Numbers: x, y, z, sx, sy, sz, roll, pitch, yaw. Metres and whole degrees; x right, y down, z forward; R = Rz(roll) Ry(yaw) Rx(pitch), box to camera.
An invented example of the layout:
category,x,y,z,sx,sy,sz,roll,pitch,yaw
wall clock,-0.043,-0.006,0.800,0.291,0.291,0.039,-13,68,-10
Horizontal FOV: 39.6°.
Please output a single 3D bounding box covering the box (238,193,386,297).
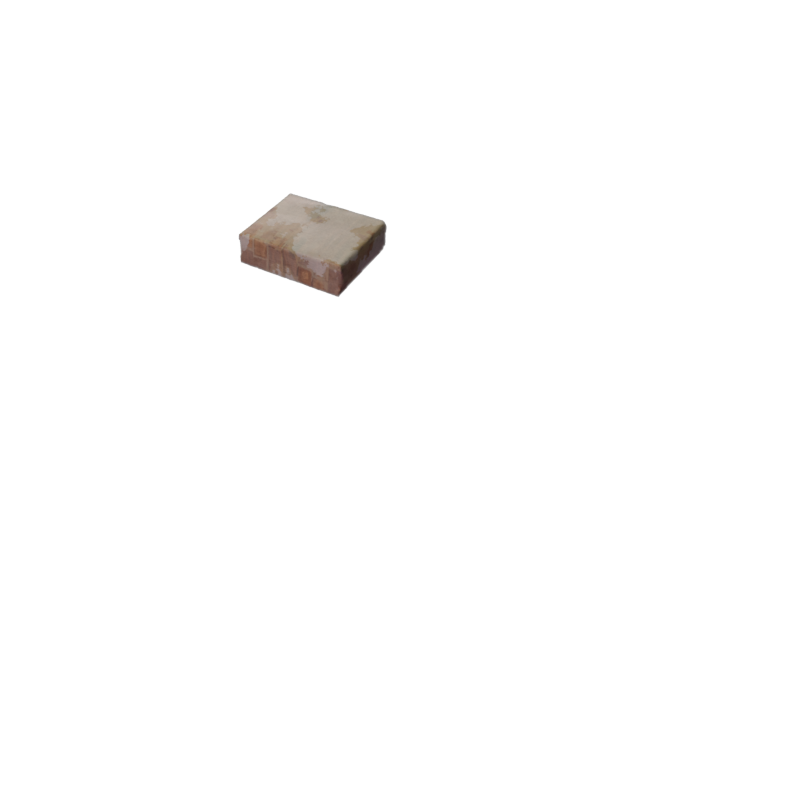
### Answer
category,x,y,z,sx,sy,sz,roll,pitch,yaw
box,-0.066,-0.120,0.842,0.093,0.028,0.075,19,41,23
